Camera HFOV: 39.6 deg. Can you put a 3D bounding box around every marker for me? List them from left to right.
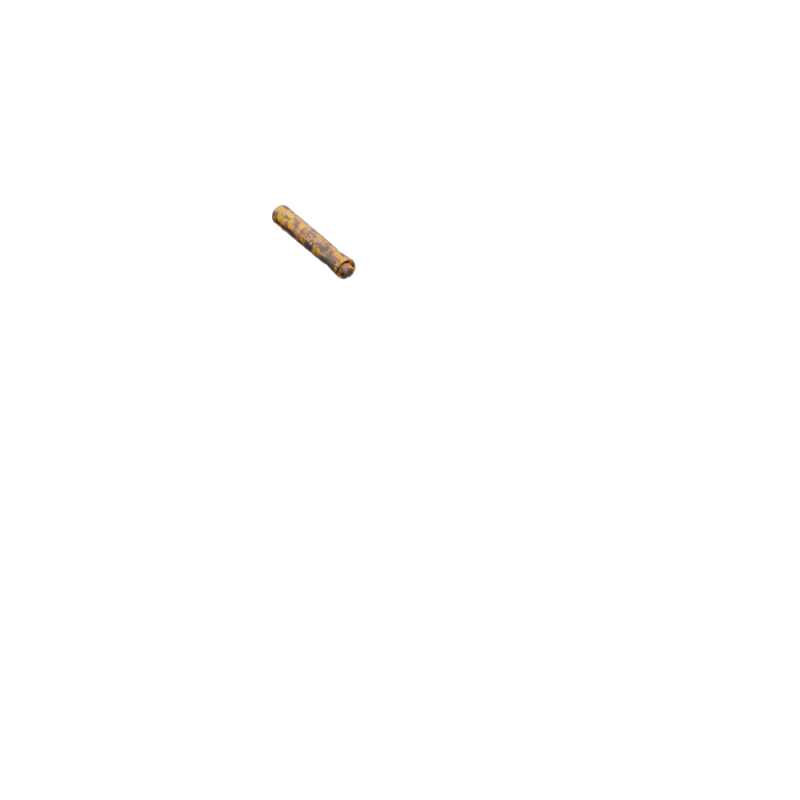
[{"bbox_3d":[-0.075,-0.137,0.959,0.019,0.019,0.130,-3,31,-35],"label":"marker"}]
